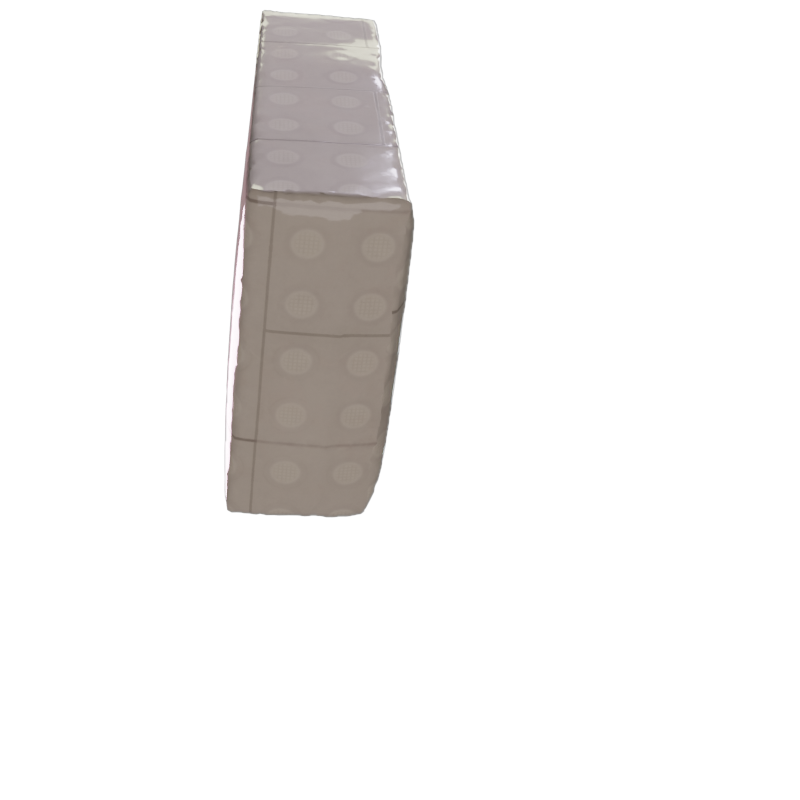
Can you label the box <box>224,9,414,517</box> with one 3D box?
[{"bbox_3d":[-0.042,-0.077,0.541,0.071,0.155,0.228,4,34,-7],"label":"box"}]
